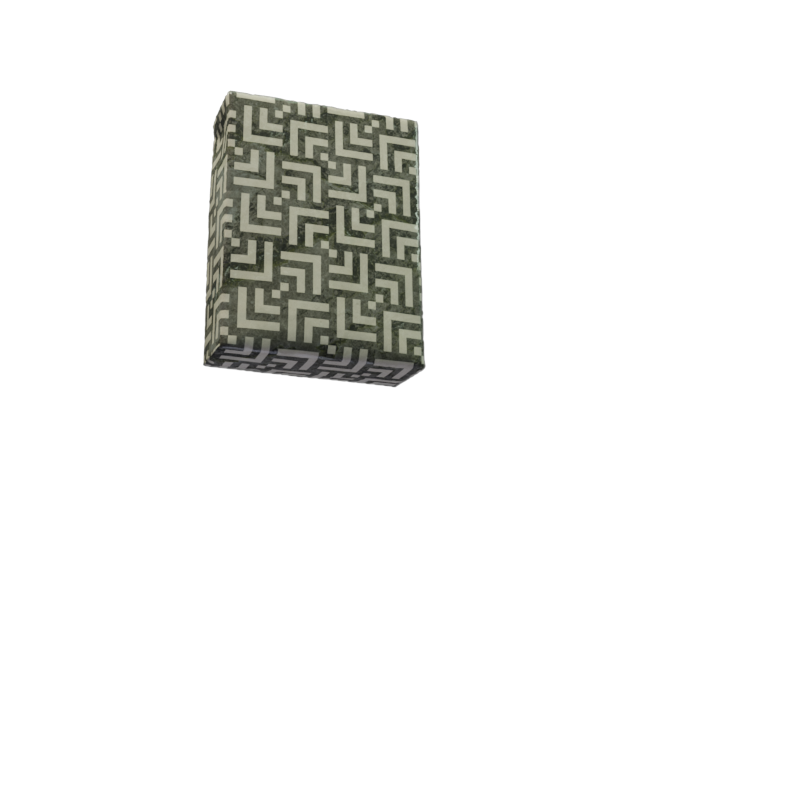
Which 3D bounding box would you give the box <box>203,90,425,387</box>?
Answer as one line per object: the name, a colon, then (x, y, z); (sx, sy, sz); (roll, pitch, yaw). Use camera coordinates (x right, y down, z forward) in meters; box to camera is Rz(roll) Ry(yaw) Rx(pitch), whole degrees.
box: (-0.069, -0.126, 0.882); (0.160, 0.225, 0.070); (6, -22, -18)
